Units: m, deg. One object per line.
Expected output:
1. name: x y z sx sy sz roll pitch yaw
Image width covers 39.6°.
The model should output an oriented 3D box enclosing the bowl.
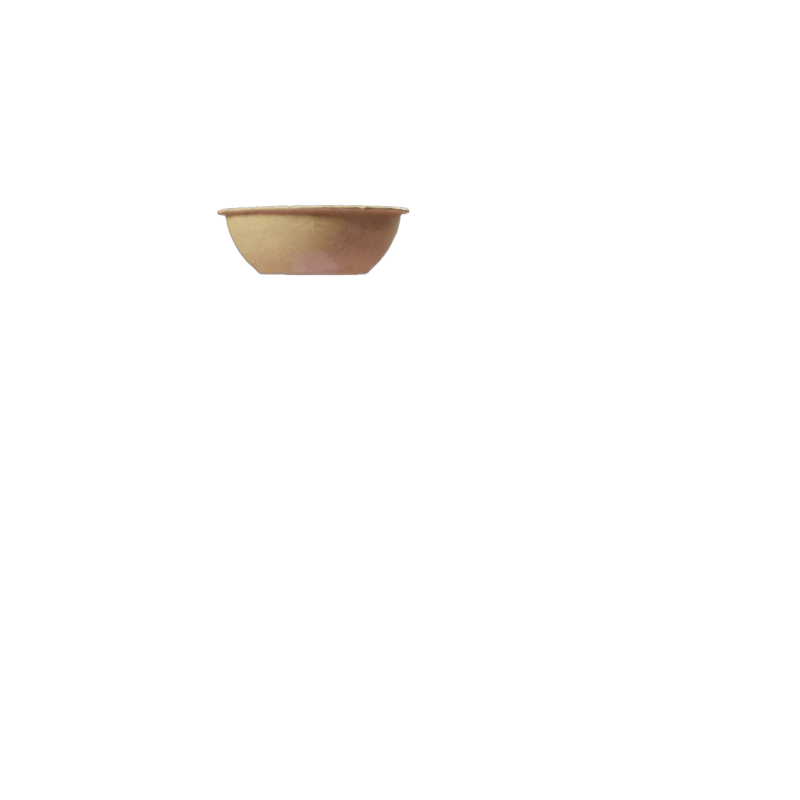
1. bowl: -0.073 -0.132 0.928 0.162 0.055 0.164 0 6 -2
